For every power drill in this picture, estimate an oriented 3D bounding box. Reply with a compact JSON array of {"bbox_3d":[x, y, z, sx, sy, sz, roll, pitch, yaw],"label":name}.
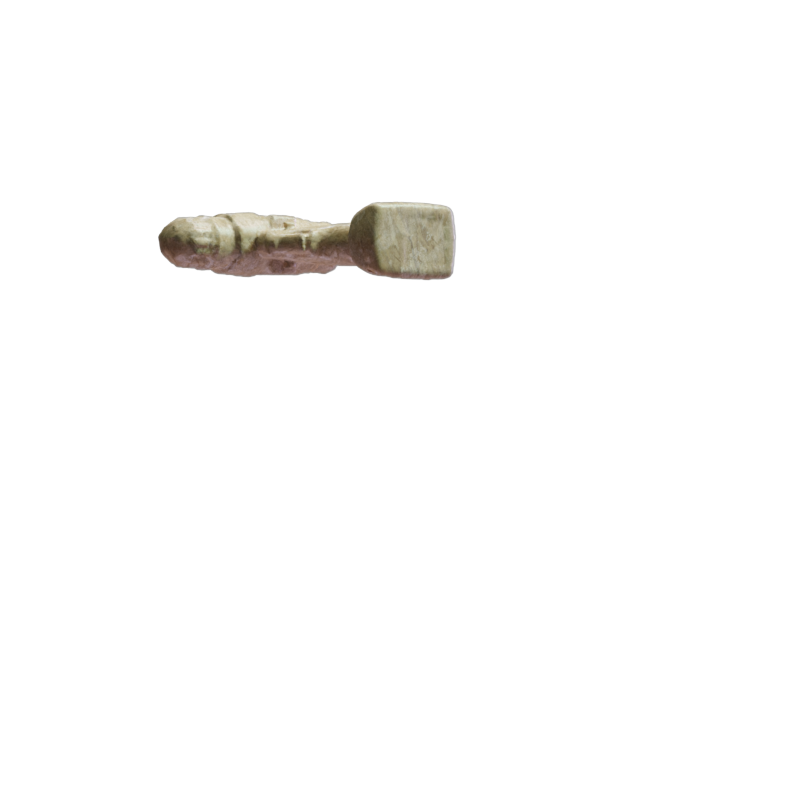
[{"bbox_3d":[-0.067,-0.122,0.856,0.196,0.057,0.178,7,10,42],"label":"power drill"}]
